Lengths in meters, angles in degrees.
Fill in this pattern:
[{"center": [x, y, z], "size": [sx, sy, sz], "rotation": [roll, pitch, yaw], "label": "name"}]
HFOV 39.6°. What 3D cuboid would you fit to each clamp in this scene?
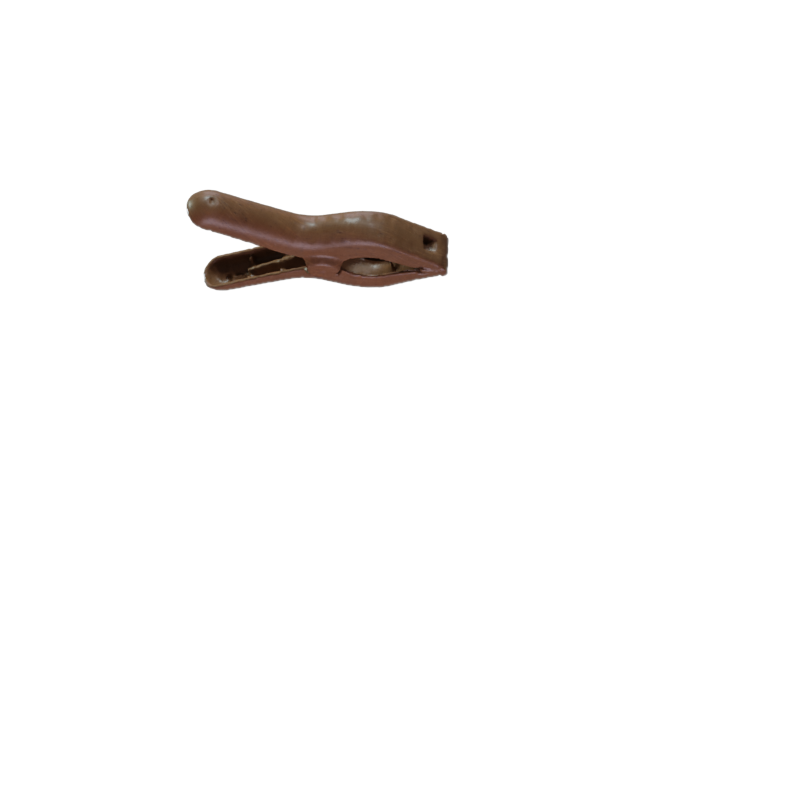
[{"center": [-0.056, -0.102, 0.715], "size": [0.173, 0.041, 0.114], "rotation": [-2, -13, 8], "label": "clamp"}]
